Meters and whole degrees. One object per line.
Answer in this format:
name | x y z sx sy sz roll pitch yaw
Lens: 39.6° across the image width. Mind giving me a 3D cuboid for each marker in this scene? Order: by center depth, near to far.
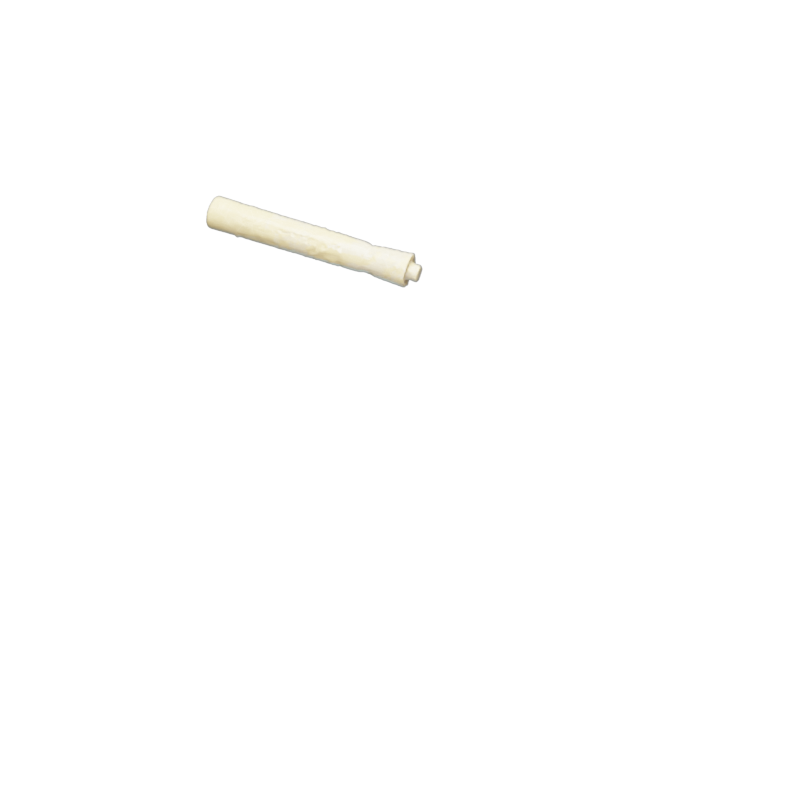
marker | -0.046 -0.085 0.594 0.125 0.019 0.019 19 9 17
